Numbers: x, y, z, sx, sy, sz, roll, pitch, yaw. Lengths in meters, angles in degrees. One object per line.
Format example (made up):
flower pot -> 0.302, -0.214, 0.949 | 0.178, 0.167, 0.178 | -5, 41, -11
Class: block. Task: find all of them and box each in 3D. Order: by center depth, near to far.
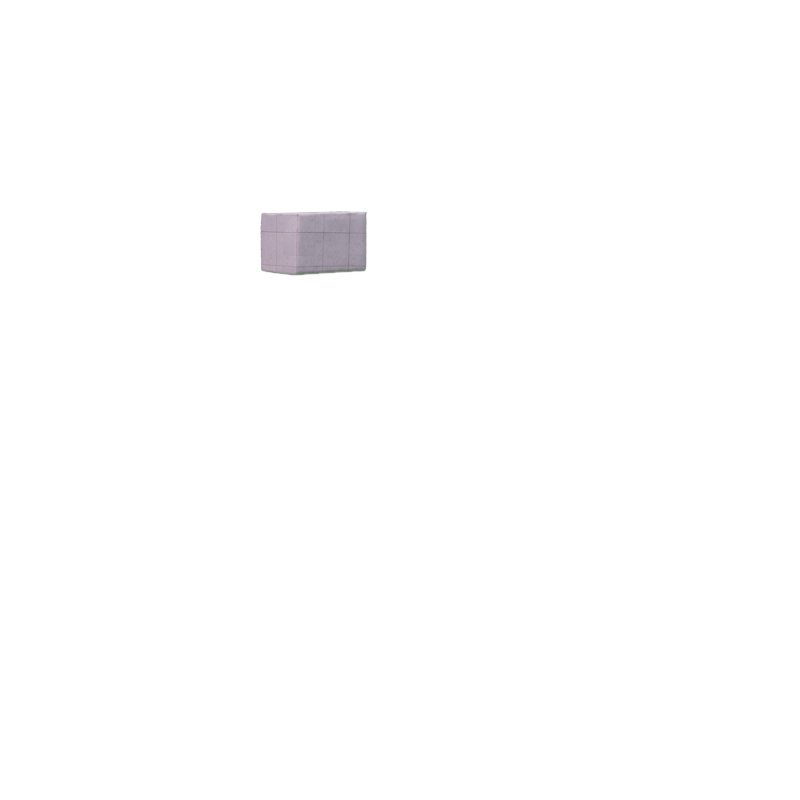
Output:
block -> -0.074, -0.135, 0.944 | 0.075, 0.051, 0.055 | -7, 11, -41
